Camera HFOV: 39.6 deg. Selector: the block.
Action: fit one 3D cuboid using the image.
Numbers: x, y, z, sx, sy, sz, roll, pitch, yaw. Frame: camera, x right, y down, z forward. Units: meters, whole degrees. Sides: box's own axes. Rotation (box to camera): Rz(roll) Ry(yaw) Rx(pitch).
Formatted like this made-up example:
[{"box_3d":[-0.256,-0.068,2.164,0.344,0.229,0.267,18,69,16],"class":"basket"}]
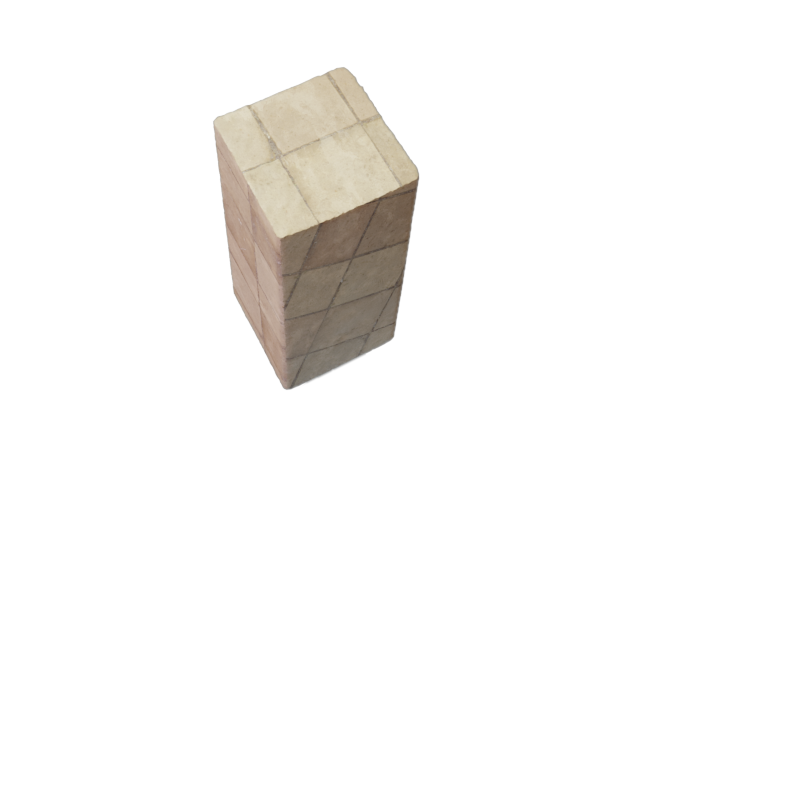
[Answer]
[{"box_3d":[-0.054,-0.101,0.704,0.090,0.096,0.195,-25,-21,-14],"class":"block"}]
